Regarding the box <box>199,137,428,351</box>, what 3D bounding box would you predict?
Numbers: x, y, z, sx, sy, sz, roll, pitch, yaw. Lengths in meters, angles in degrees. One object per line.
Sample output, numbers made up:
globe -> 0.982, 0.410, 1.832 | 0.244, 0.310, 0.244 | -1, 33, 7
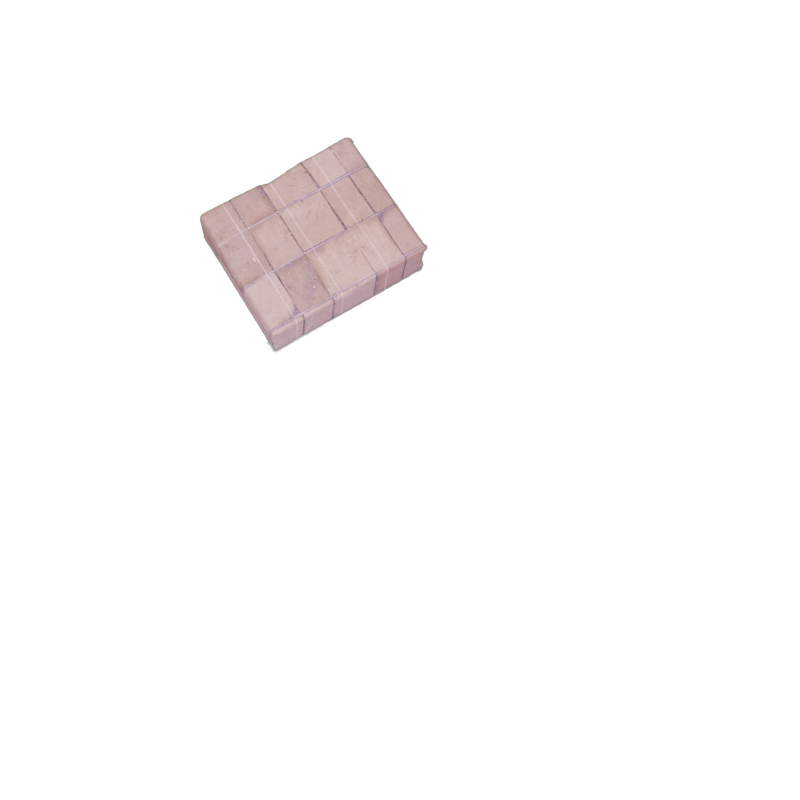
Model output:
box -> -0.043, -0.078, 0.548 | 0.089, 0.077, 0.029 | -30, -19, -12
